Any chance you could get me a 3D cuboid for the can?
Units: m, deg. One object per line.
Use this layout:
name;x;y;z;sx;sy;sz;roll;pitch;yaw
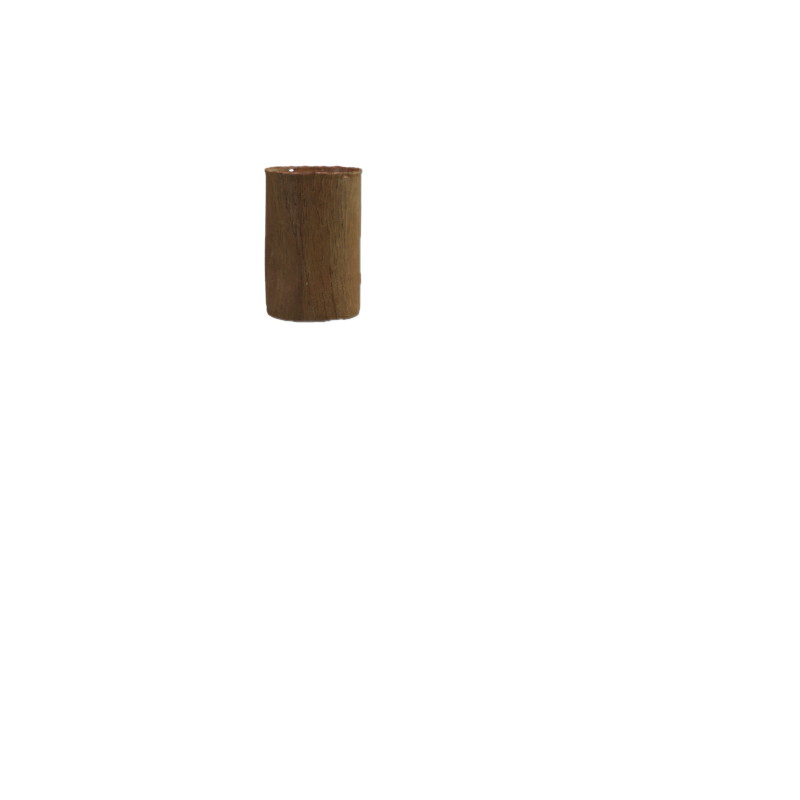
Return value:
can;-0.060;-0.110;0.770;0.068;0.100;0.070;0;10;-2
